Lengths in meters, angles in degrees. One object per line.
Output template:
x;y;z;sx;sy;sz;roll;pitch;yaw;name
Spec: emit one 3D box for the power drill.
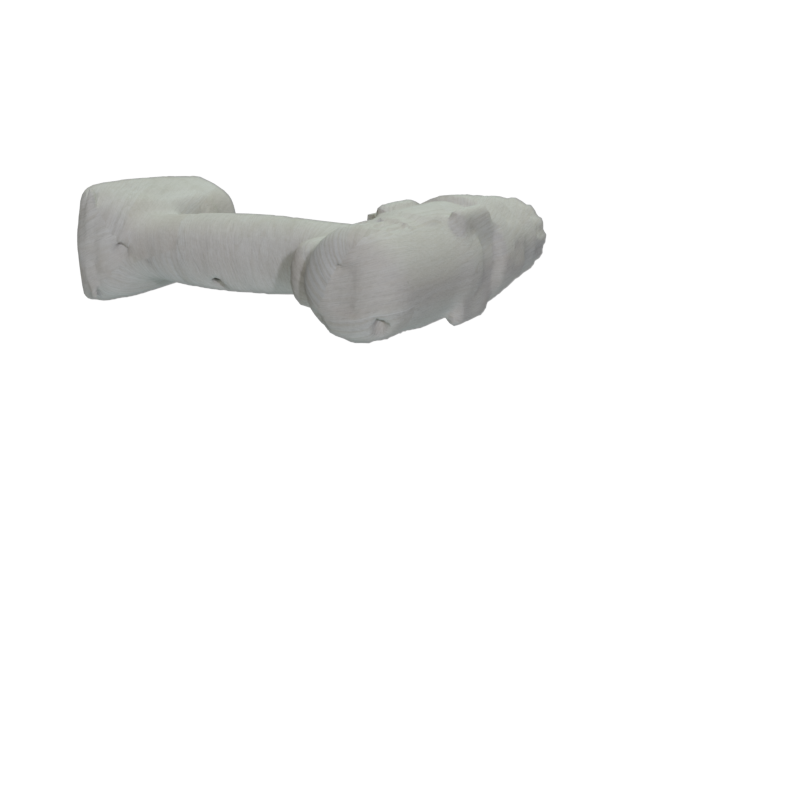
-0.041;-0.074;0.521;0.195;0.056;0.182;7;15;28;power drill
